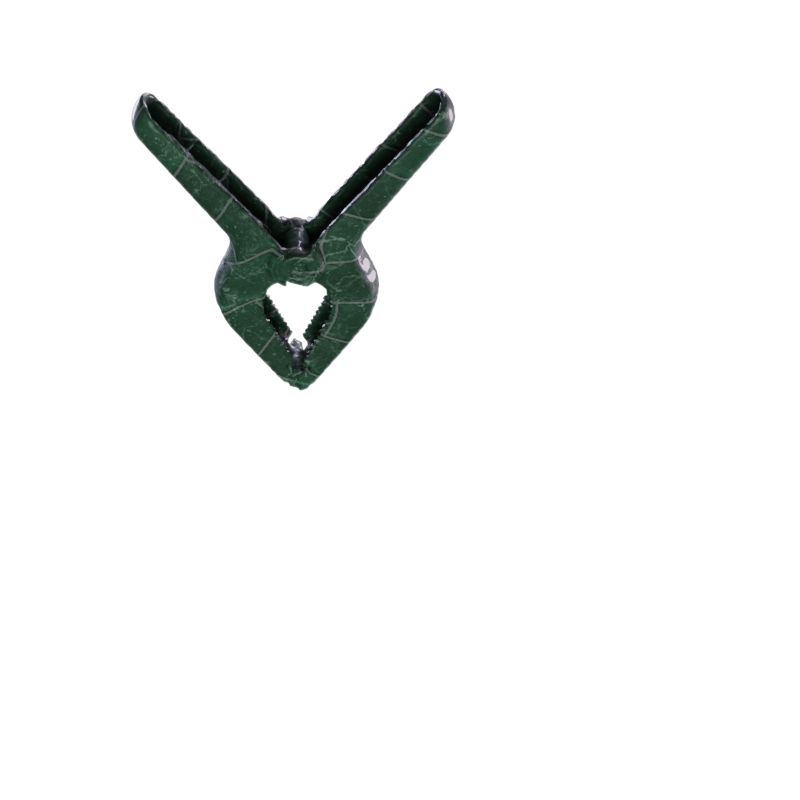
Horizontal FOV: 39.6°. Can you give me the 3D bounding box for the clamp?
[{"bbox_3d":[-0.049,-0.089,0.621,0.165,0.195,0.039,-4,43,4],"label":"clamp"}]
